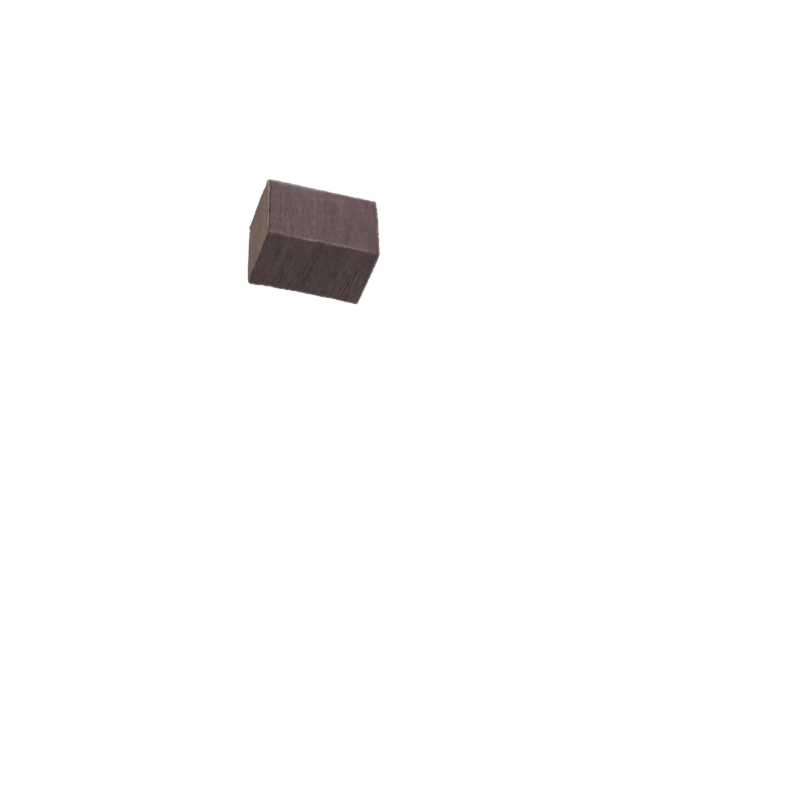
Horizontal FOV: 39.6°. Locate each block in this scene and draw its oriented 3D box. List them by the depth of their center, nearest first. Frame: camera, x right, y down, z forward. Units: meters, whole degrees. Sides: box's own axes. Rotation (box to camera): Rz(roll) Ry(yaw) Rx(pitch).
[{"bbox_3d":[-0.058,-0.105,0.738,0.076,0.055,0.050,11,-41,-15],"label":"block"}]
